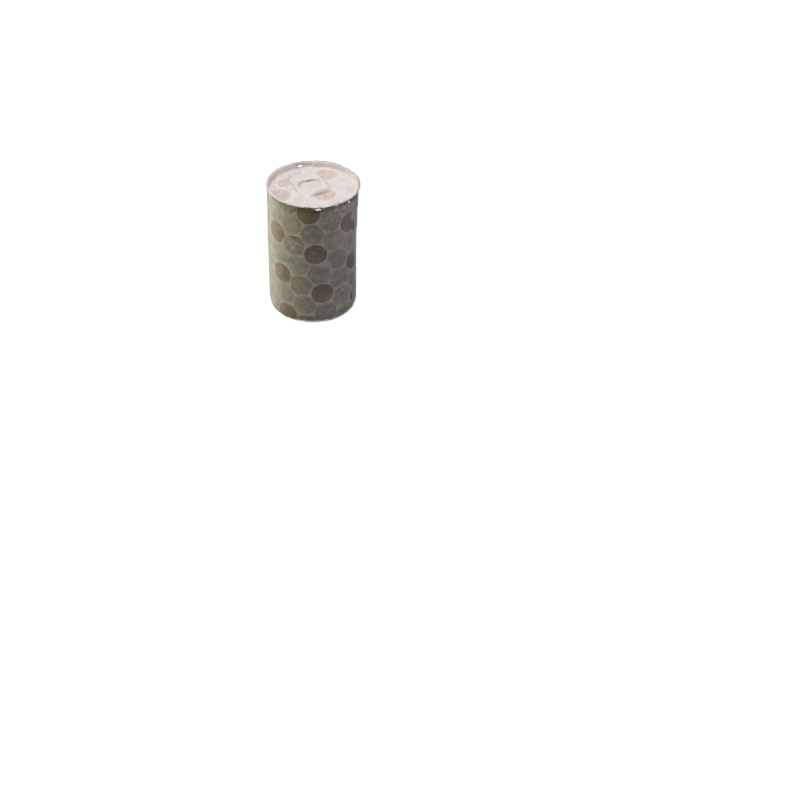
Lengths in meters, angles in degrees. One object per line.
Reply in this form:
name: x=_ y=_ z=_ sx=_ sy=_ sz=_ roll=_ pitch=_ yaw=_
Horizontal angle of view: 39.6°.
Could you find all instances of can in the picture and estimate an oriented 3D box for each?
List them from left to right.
can: x=-0.065 y=-0.118 z=0.824 sx=0.068 sy=0.096 sz=0.073 roll=0 pitch=36 yaw=-3
